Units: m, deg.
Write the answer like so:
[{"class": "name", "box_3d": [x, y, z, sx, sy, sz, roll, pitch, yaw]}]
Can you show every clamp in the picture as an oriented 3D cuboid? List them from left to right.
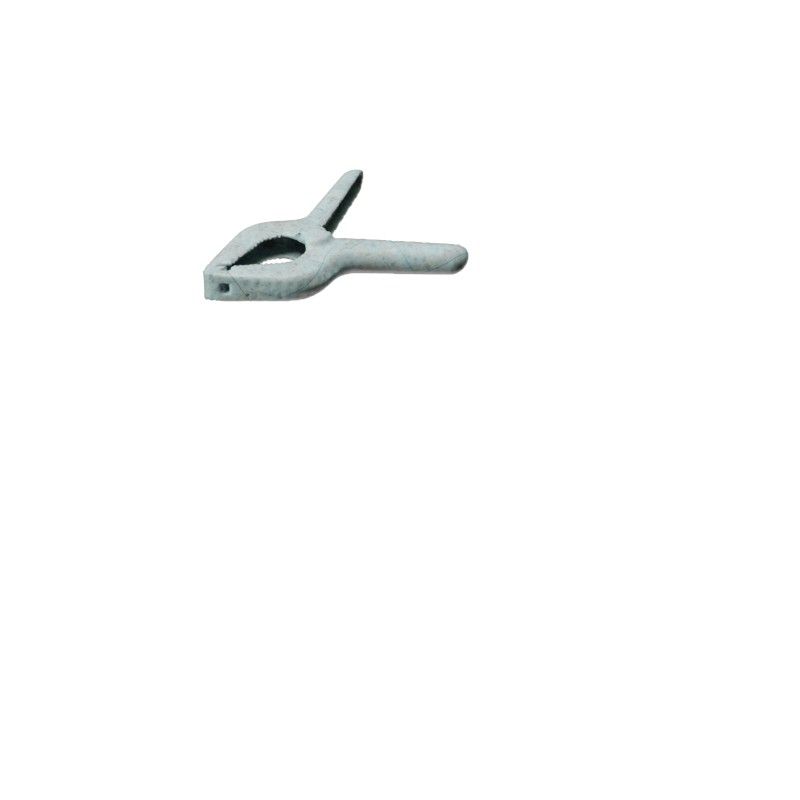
[{"class": "clamp", "box_3d": [-0.072, -0.132, 0.925, 0.207, 0.034, 0.178, -18, 41, -21]}]
